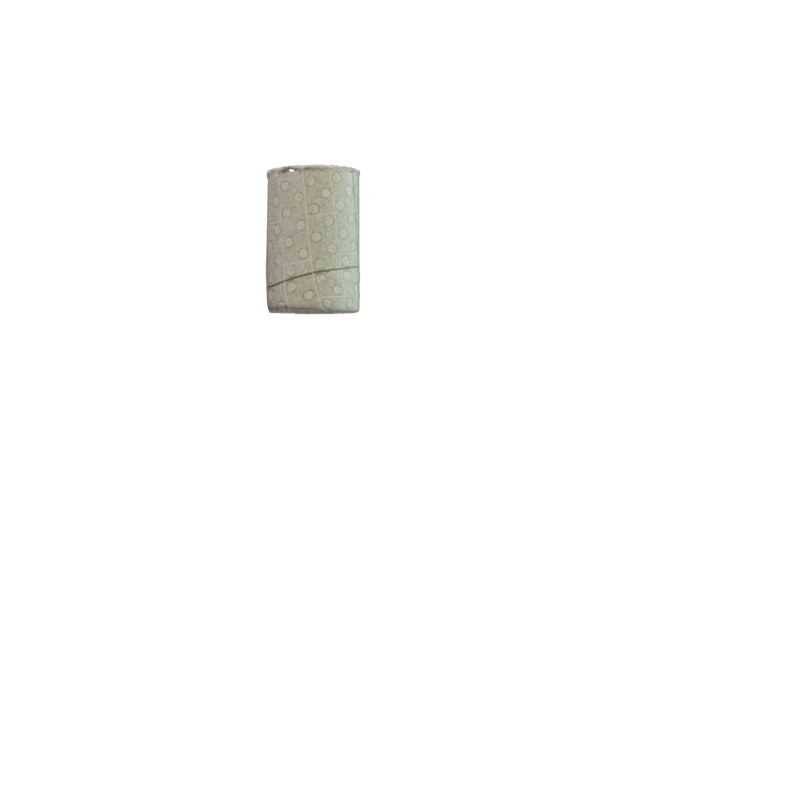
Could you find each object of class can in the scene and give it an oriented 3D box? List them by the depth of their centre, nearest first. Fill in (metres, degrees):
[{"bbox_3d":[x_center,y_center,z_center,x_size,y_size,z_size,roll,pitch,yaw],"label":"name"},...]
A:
[{"bbox_3d":[-0.062,-0.114,0.798,0.068,0.103,0.068,0,-3,-2],"label":"can"}]
